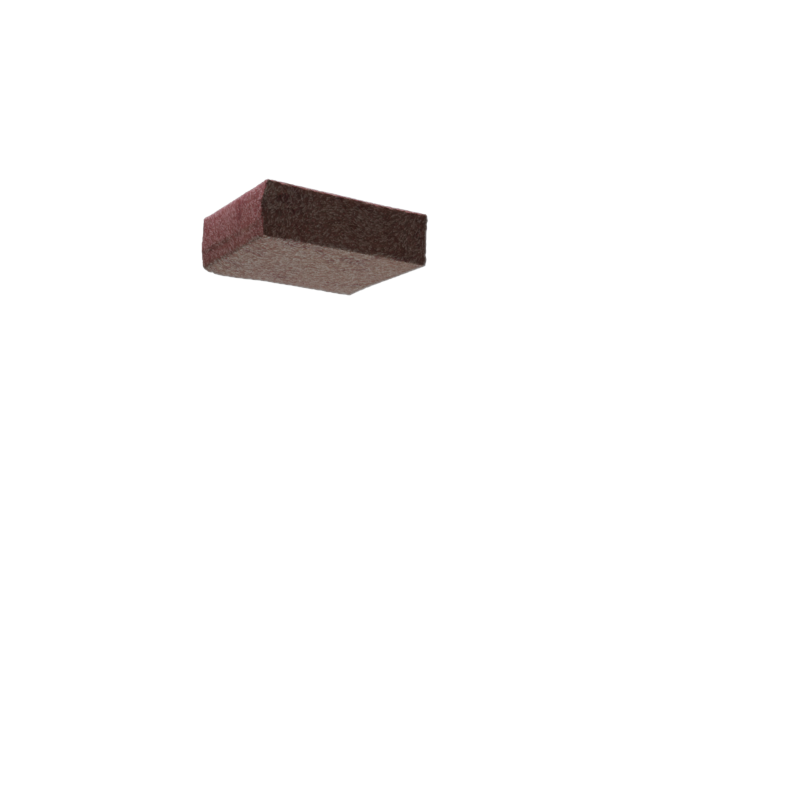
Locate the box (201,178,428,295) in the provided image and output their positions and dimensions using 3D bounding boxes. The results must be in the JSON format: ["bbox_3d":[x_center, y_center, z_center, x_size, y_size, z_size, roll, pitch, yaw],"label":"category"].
[{"bbox_3d":[-0.053,-0.097,0.679,0.109,0.040,0.091,6,-12,-31],"label":"box"}]
